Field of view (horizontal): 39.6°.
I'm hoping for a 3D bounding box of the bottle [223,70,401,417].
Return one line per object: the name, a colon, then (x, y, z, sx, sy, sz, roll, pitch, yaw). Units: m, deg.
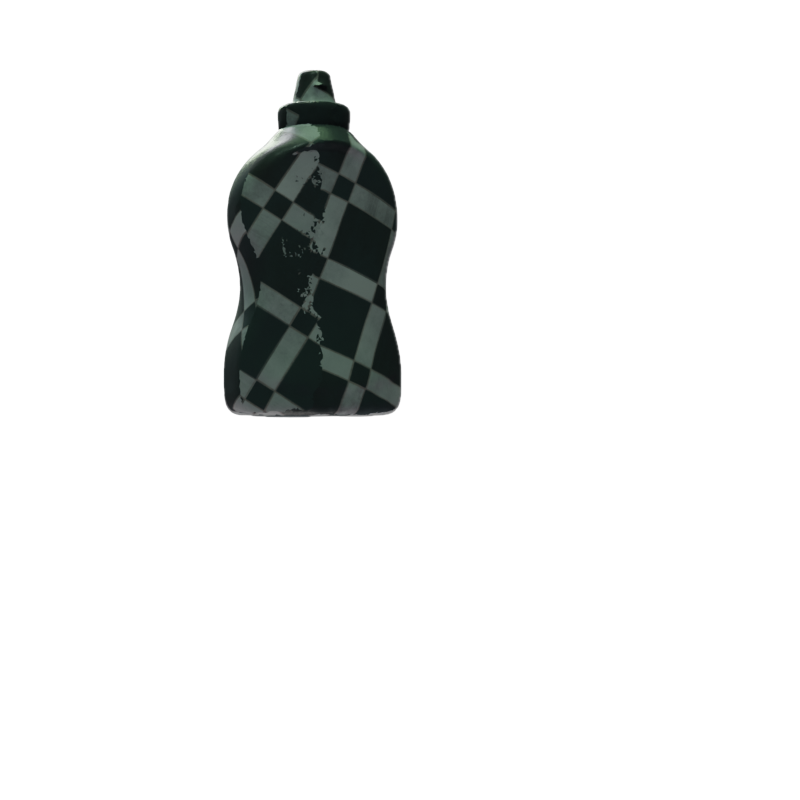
bottle: (-0.048, -0.088, 0.616, 0.093, 0.195, 0.059, 2, -7, -22)
